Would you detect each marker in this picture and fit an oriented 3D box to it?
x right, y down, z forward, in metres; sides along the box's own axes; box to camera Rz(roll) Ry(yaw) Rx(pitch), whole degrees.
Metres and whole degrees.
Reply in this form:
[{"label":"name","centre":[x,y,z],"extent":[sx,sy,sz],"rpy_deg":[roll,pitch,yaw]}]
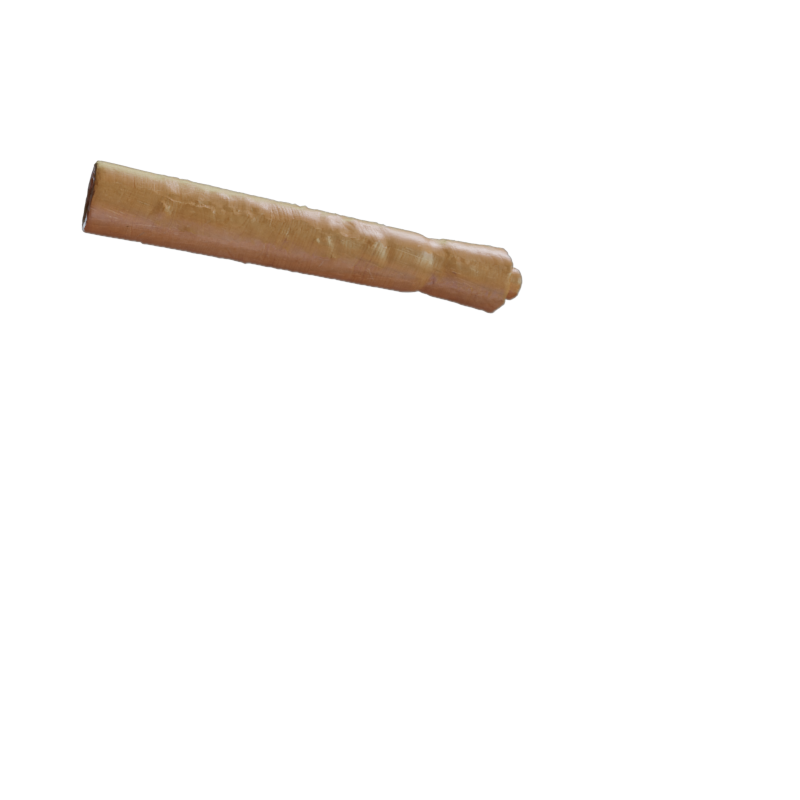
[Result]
[{"label":"marker","centre":[-0.023,-0.042,0.297],"extent":[0.118,0.020,0.020],"rpy_deg":[10,1,-16]}]
